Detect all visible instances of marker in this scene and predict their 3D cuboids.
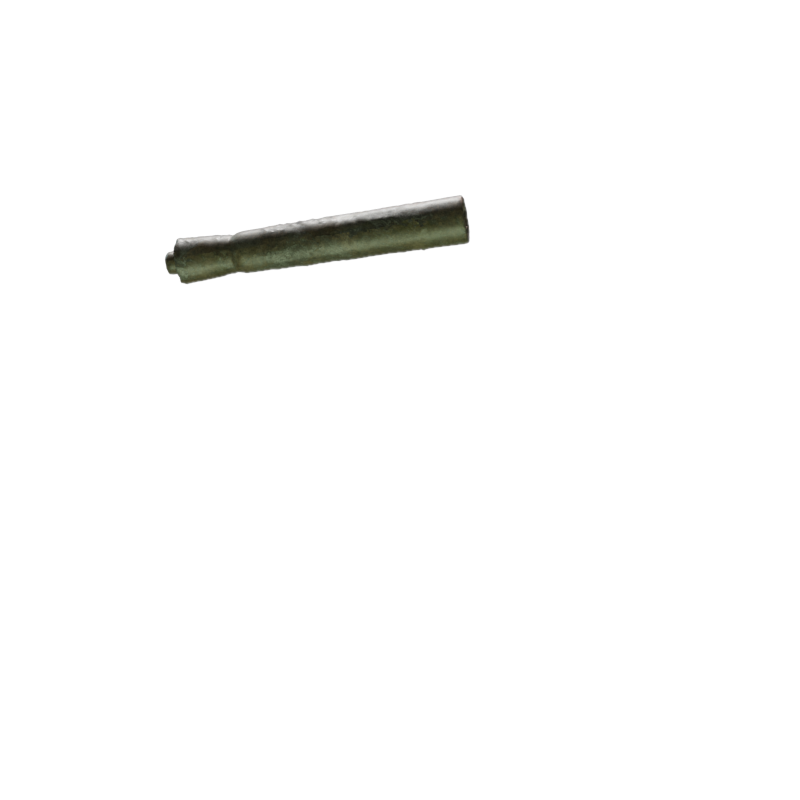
[{"bbox_3d":[-0.034,-0.062,0.436,0.122,0.020,0.020,-7,3,12],"label":"marker"}]
